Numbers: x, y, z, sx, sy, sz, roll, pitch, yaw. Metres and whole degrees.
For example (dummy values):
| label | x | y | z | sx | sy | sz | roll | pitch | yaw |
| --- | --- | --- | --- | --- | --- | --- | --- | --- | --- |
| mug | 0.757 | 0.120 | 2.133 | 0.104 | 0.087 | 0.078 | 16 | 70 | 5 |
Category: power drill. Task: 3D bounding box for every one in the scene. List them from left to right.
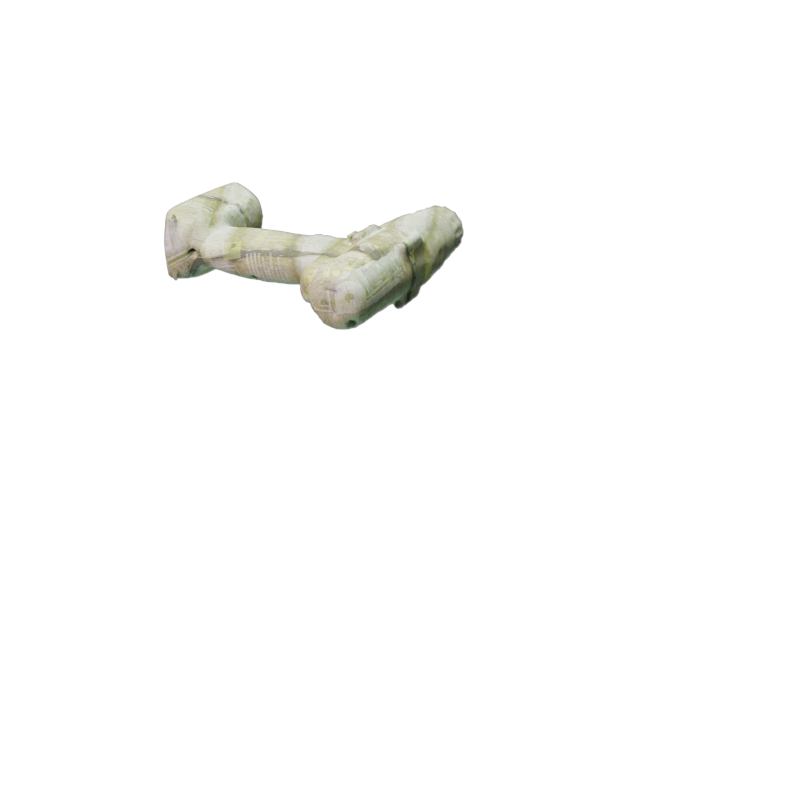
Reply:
| label | x | y | z | sx | sy | sz | roll | pitch | yaw |
| --- | --- | --- | --- | --- | --- | --- | --- | --- | --- |
| power drill | -0.064 | -0.117 | 0.818 | 0.196 | 0.055 | 0.185 | 13 | 27 | 26 |
